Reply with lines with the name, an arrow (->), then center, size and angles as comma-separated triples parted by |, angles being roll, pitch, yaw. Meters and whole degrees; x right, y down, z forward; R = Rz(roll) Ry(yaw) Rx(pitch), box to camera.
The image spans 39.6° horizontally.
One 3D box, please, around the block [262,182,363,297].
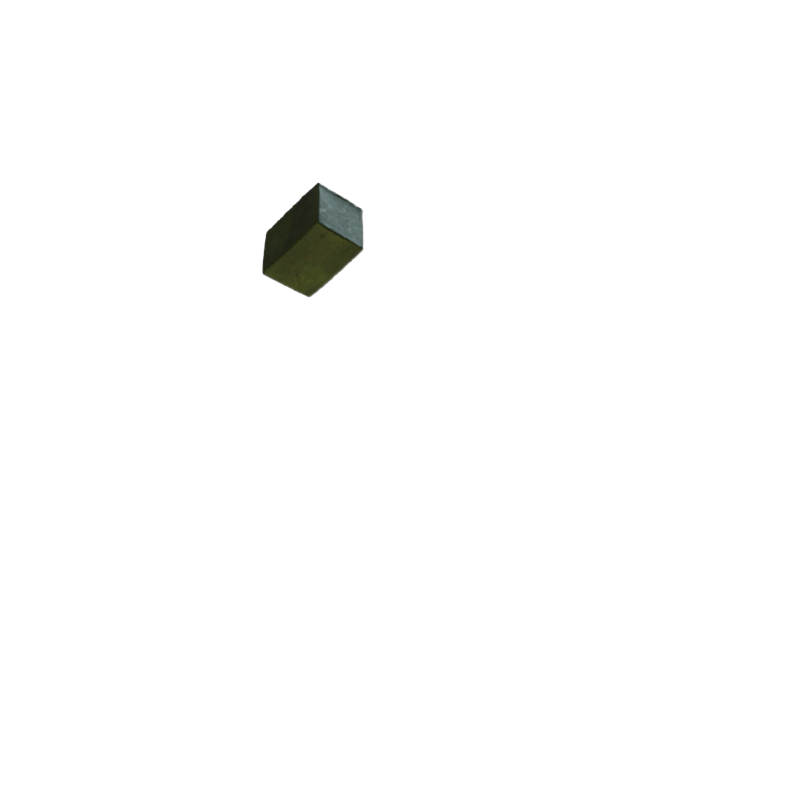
block -> -0.075, -0.136, 0.955 | 0.050, 0.055, 0.077 | 29, -51, -30
